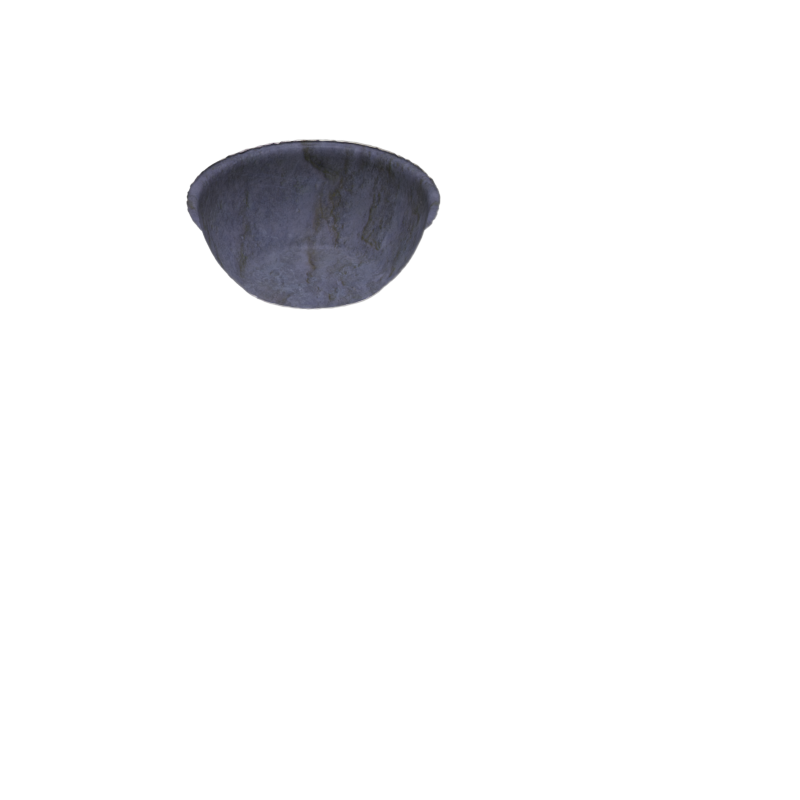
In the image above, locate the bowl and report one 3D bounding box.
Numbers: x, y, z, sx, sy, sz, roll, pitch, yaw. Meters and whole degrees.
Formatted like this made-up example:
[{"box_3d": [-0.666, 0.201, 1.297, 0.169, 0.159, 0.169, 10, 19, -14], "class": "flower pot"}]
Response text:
[{"box_3d": [-0.055, -0.100, 0.697, 0.162, 0.058, 0.154, 1, -21, -2], "class": "bowl"}]
